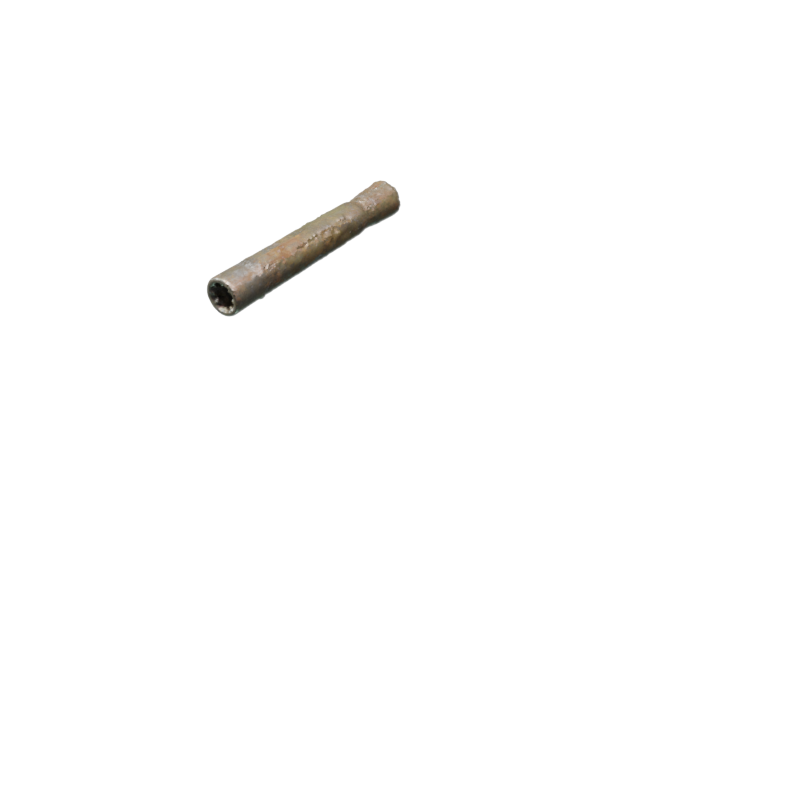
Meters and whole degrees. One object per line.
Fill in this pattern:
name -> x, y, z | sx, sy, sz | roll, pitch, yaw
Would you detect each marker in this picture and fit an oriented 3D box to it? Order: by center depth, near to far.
marker -> -0.040, -0.073, 0.513 | 0.021, 0.019, 0.122 | 3, 31, 42
